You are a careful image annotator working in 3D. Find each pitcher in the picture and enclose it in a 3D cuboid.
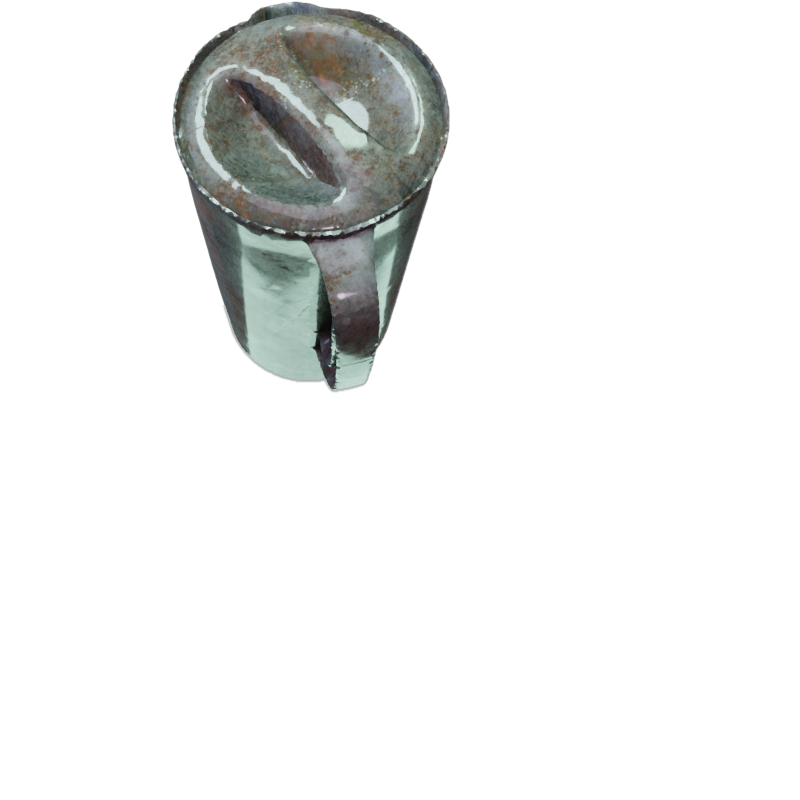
[{"bbox_3d":[-0.049,-0.089,0.627,0.149,0.153,0.231,29,-21,9],"label":"pitcher"}]
